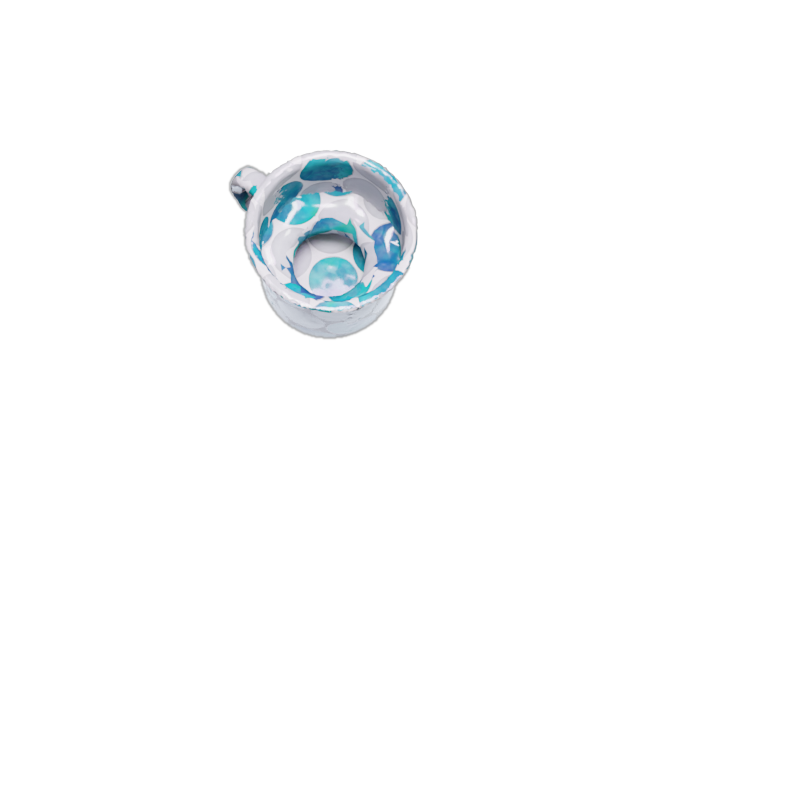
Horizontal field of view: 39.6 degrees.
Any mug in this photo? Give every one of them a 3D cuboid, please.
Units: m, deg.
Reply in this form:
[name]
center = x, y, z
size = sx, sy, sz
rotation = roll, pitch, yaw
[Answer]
[mug]
center = -0.050, -0.090, 0.633
size = 0.120, 0.095, 0.078
rotation = 35, -15, 9
